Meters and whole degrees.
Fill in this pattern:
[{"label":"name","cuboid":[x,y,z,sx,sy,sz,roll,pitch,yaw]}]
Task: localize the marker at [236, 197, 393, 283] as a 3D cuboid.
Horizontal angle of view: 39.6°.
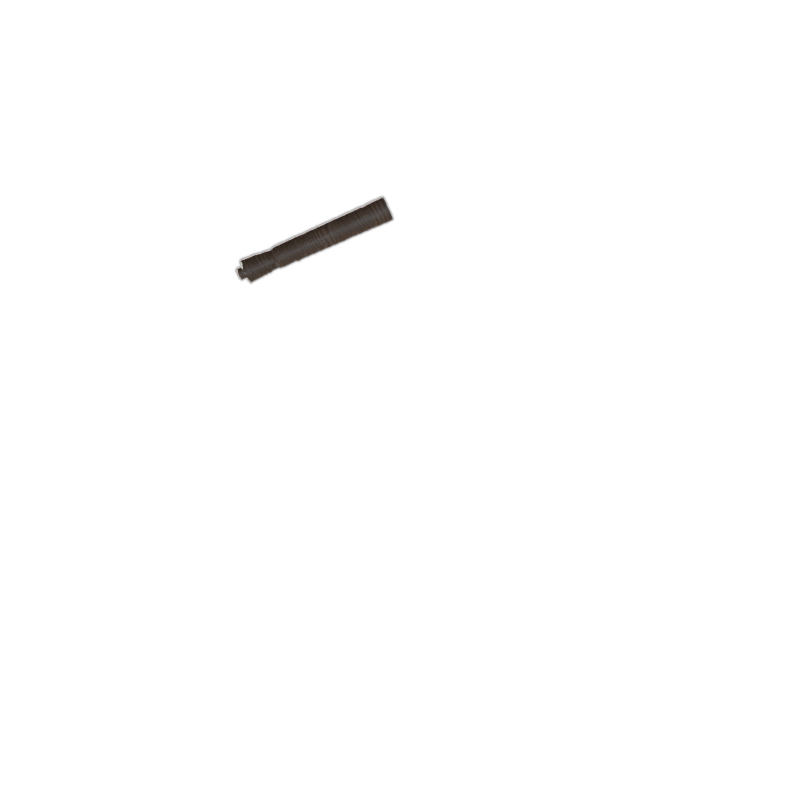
[{"label":"marker","cuboid":[-0.064,-0.116,0.814,0.121,0.020,0.020,-23,2,5]}]
